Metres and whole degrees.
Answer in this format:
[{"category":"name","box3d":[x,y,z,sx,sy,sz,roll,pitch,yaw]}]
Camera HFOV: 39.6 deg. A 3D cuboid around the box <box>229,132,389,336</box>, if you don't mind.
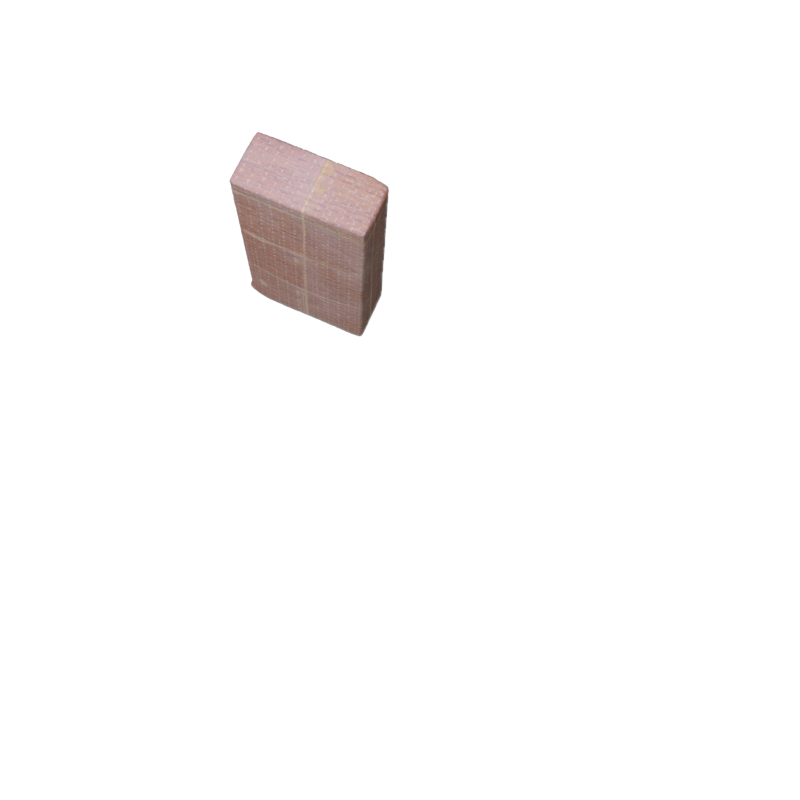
[{"category":"box","box3d":[-0.058,-0.107,0.745,0.095,0.050,0.168,25,-20,6]}]
